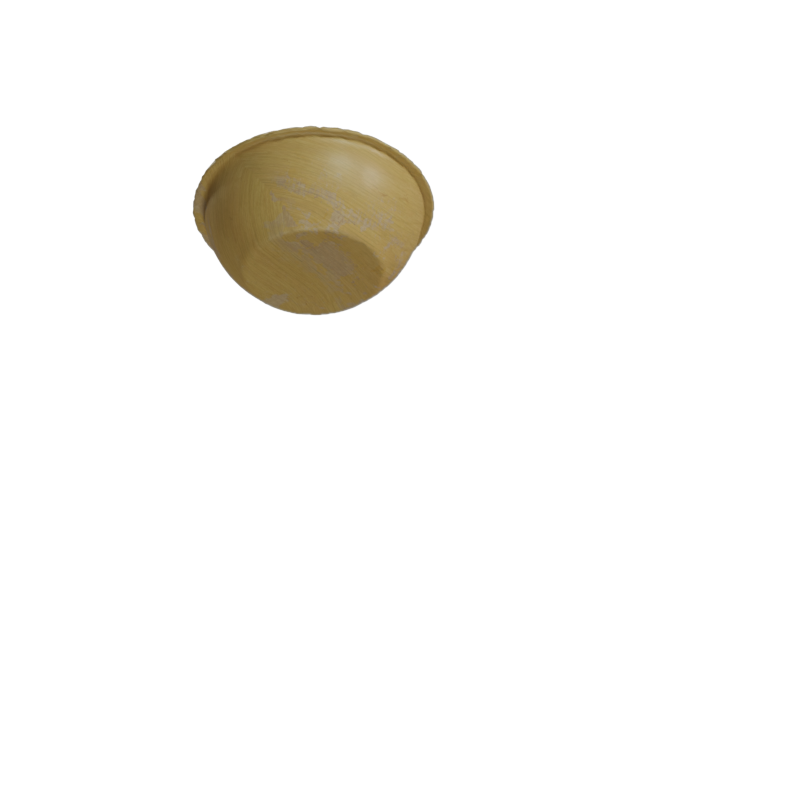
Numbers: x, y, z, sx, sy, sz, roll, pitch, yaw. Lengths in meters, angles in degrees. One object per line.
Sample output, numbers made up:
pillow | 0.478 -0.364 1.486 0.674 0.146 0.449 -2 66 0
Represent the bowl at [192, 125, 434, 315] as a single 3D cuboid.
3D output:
bowl | -0.057 -0.104 0.729 0.162 0.059 0.151 1 -35 -2
